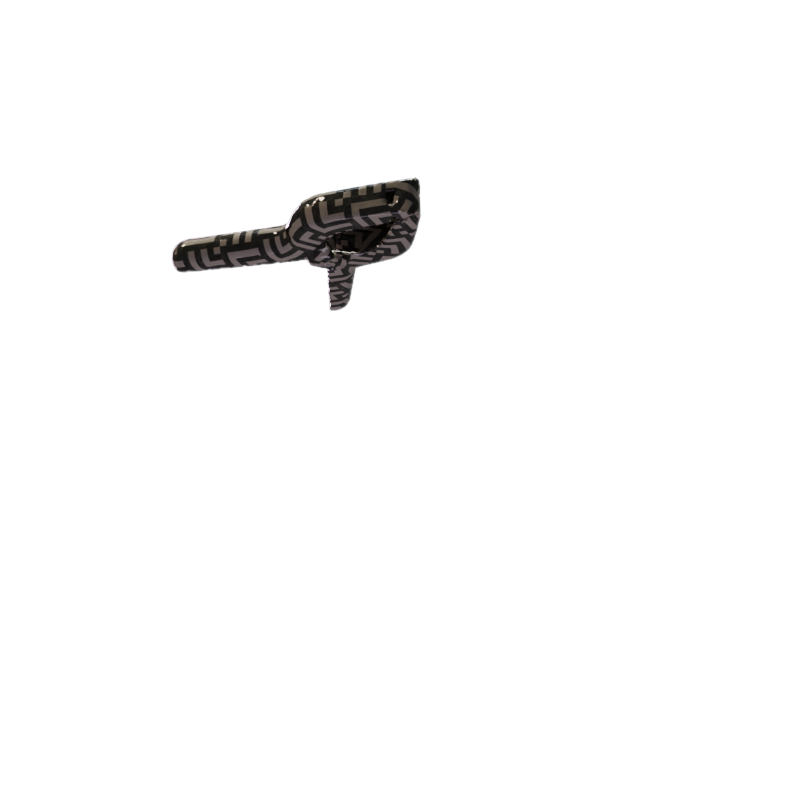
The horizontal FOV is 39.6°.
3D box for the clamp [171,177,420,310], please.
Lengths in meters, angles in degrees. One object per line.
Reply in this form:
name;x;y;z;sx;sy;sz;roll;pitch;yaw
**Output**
clamp;-0.065;-0.119;0.831;0.158;0.038;0.210;9;-18;-30
